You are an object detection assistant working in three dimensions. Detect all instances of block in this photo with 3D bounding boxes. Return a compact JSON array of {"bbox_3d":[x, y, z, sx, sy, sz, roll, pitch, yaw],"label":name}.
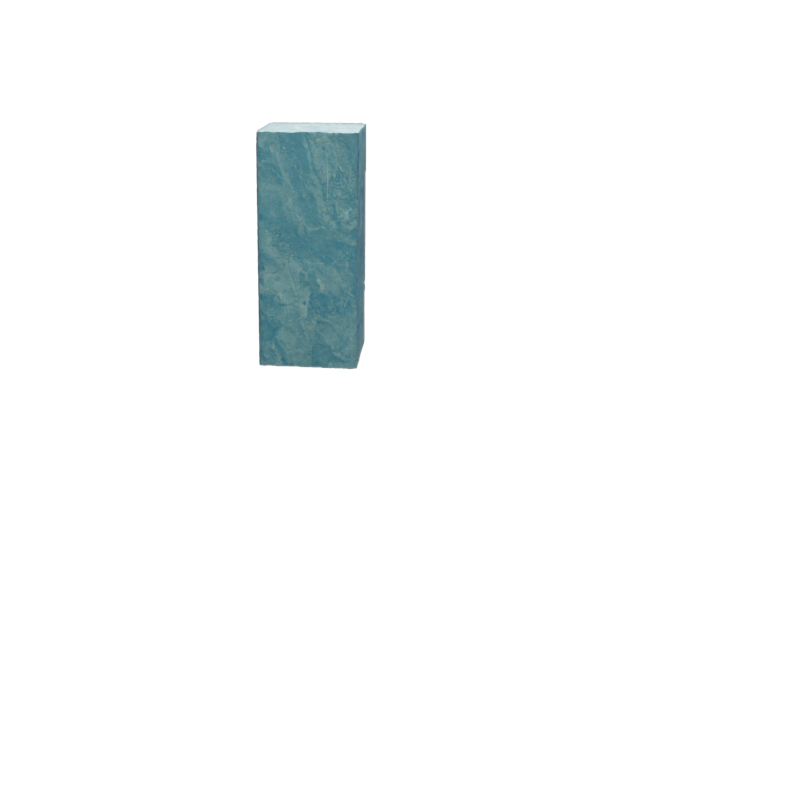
[{"bbox_3d":[-0.078,-0.142,0.991,0.091,0.200,0.093,2,13,4],"label":"block"}]
